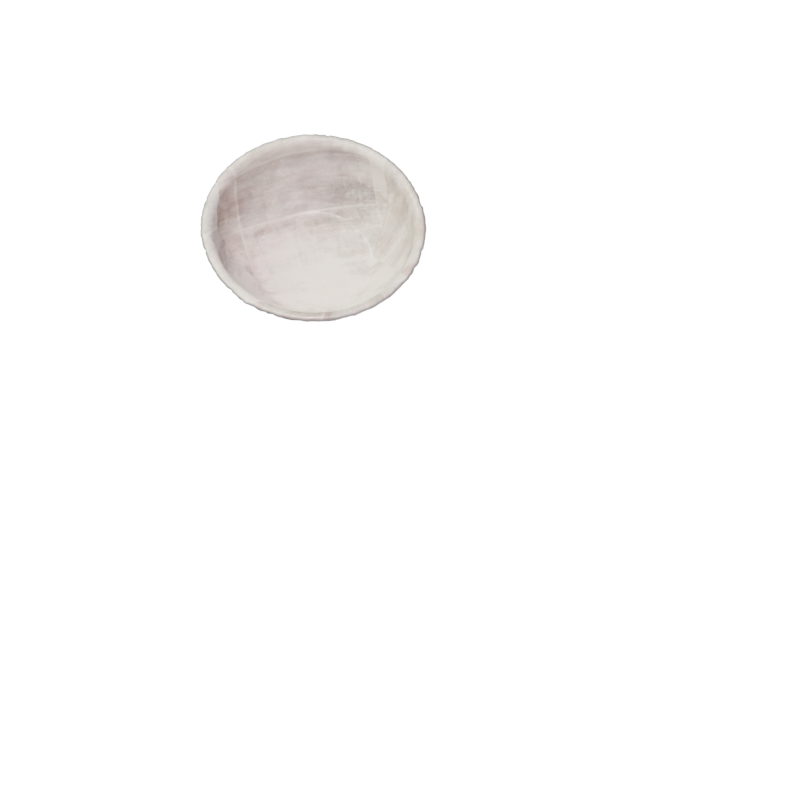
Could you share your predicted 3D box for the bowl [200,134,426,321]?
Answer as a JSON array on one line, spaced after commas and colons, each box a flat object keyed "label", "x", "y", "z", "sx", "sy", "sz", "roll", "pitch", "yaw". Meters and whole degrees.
[{"label": "bowl", "x": -0.064, "y": -0.117, "z": 0.818, "sx": 0.162, "sy": 0.173, "sz": 0.052, "roll": -1, "pitch": -30, "yaw": -1}]
